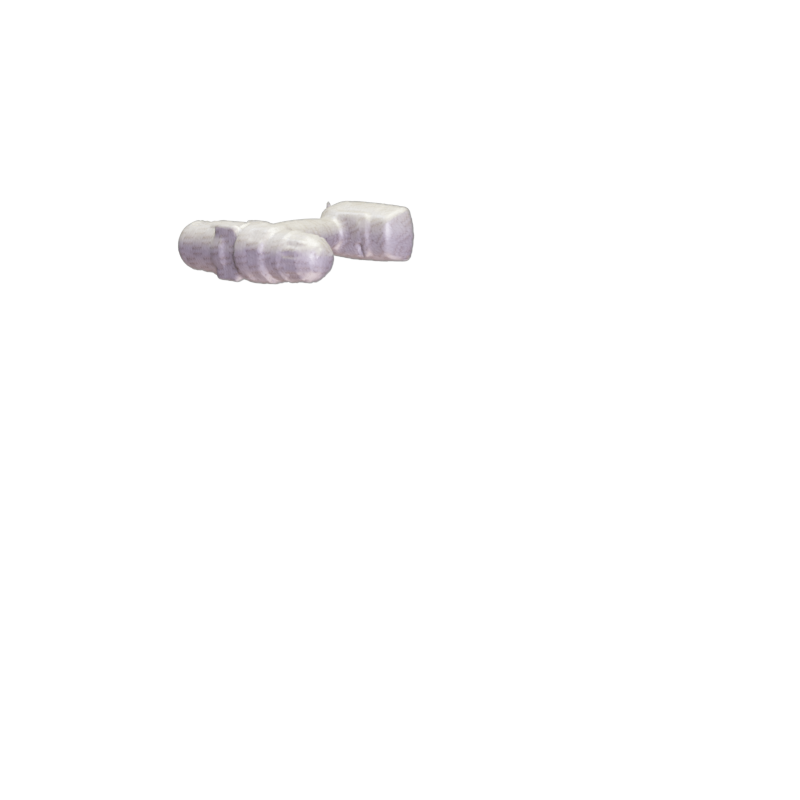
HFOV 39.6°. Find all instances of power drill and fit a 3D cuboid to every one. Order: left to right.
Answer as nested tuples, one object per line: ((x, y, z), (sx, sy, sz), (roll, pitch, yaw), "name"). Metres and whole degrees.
((-0.077, -0.141, 0.987), (0.183, 0.056, 0.194), (-14, 20, -42), "power drill")
